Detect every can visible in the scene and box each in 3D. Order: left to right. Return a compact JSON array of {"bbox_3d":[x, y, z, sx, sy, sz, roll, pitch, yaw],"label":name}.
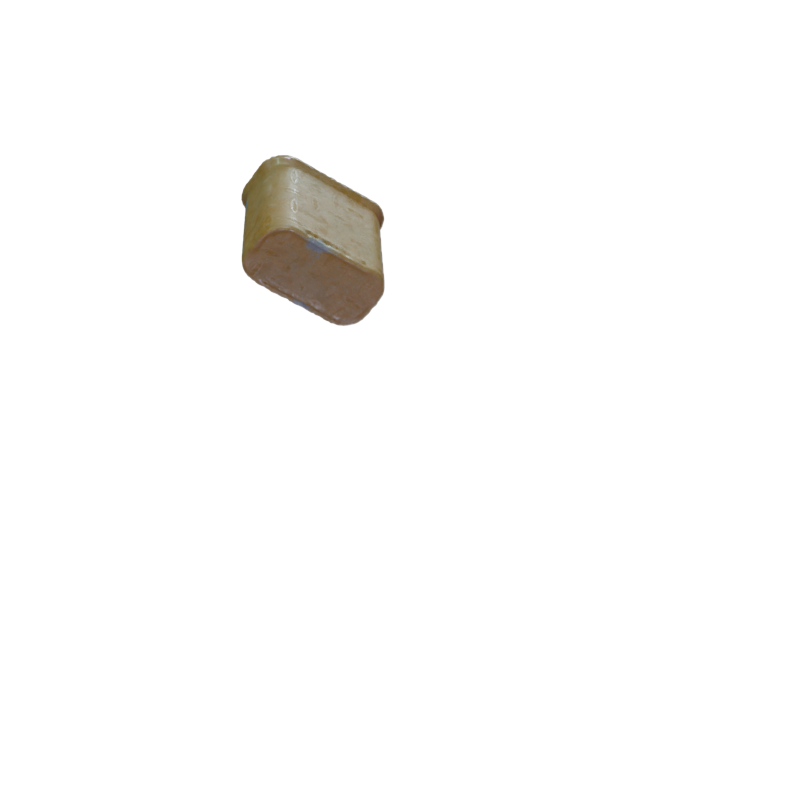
[{"bbox_3d":[-0.060,-0.109,0.760,0.097,0.056,0.090,27,34,-22],"label":"can"}]
